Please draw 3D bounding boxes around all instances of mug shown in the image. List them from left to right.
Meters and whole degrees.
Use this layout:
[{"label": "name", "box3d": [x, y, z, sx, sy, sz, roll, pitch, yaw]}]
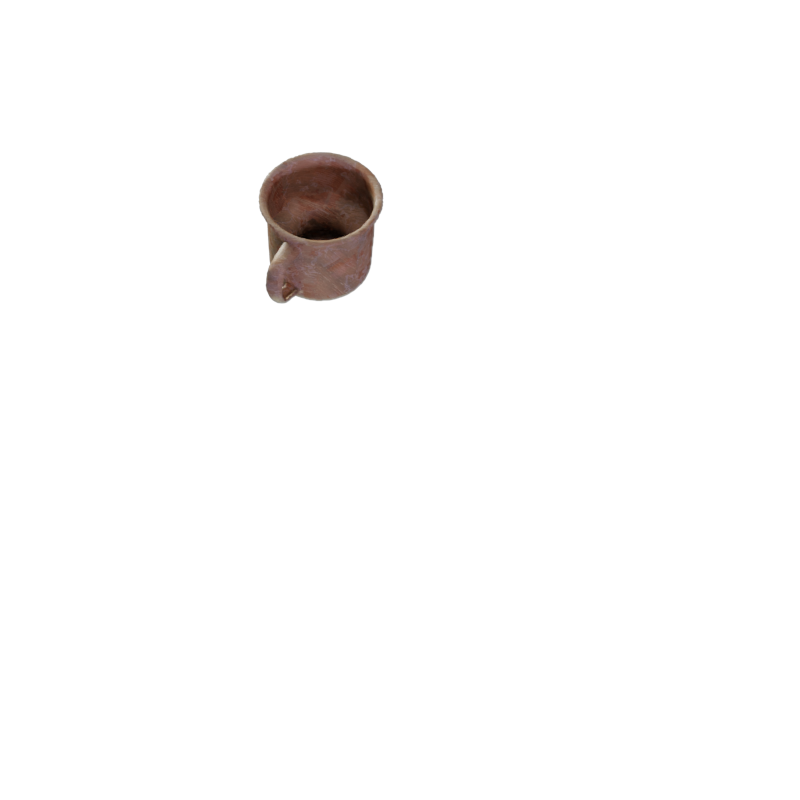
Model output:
[{"label": "mug", "box3d": [-0.066, -0.121, 0.849, 0.096, 0.121, 0.076, 23, -33, 14]}]
